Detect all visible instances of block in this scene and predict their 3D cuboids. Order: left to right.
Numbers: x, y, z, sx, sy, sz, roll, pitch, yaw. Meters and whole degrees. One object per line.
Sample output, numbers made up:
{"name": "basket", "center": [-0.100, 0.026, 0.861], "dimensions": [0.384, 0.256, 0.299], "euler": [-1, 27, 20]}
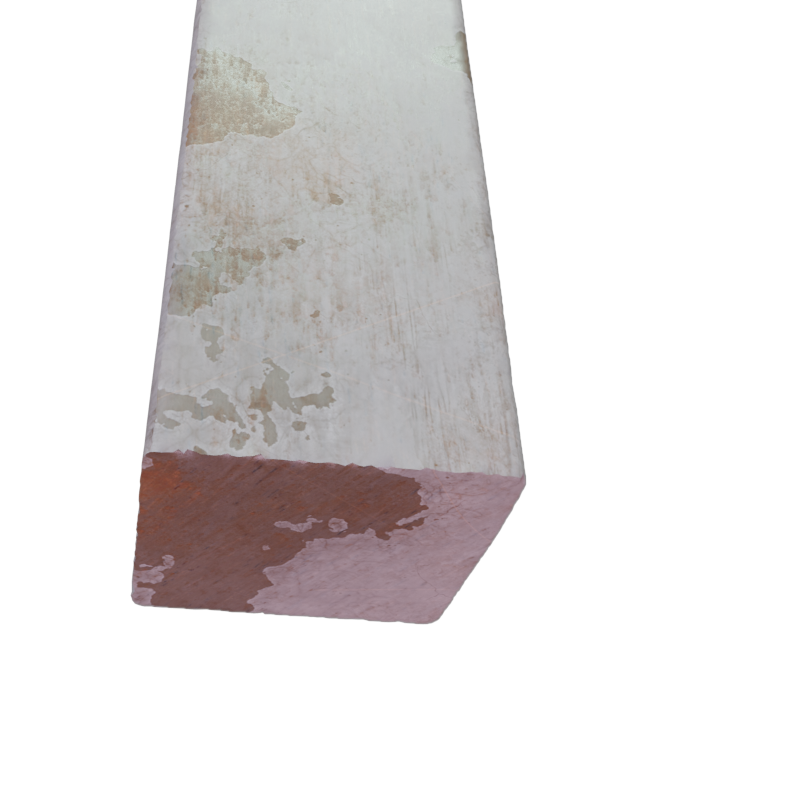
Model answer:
{"name": "block", "center": [-0.027, -0.049, 0.349], "dimensions": [0.089, 0.221, 0.085], "euler": [5, -38, -10]}
